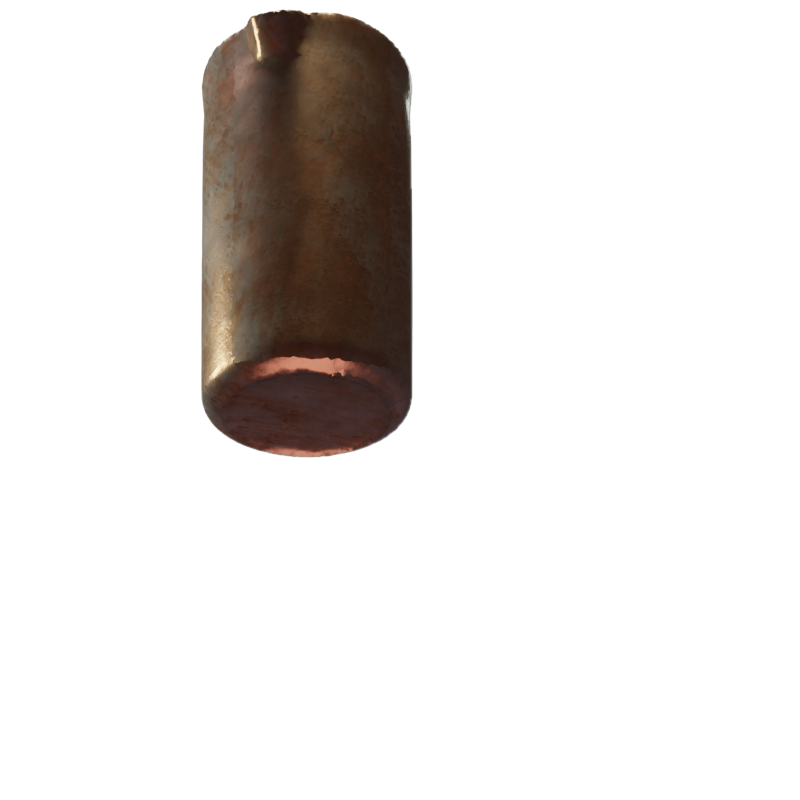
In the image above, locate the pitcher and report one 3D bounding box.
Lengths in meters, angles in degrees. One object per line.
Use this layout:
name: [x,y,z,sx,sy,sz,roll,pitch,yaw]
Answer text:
pitcher: [-0.050,-0.092,0.642,0.142,0.260,0.142,18,-39,-27]
